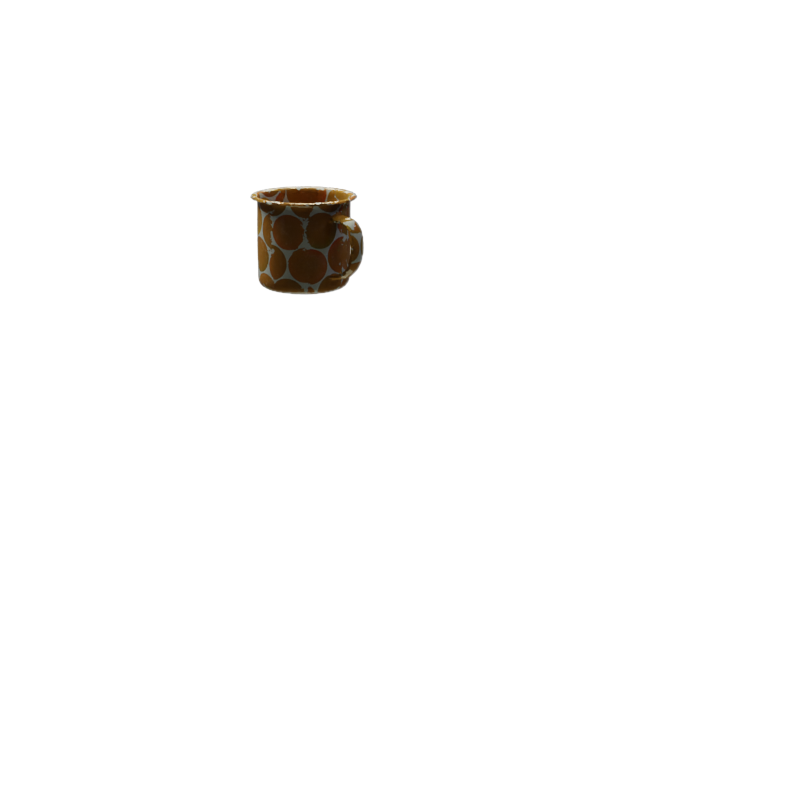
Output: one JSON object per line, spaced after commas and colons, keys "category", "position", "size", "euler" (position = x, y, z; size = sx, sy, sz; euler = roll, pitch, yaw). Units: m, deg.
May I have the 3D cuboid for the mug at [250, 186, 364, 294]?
{"category": "mug", "position": [-0.076, -0.139, 0.970], "size": [0.124, 0.079, 0.091], "euler": [16, 22, 41]}
